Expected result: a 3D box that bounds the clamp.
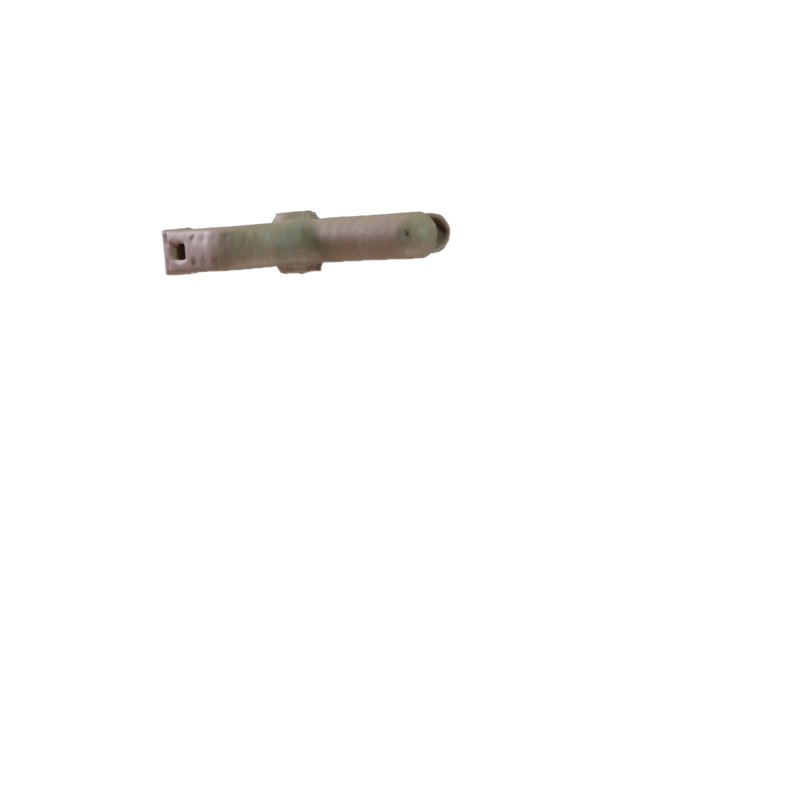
[{"bbox_3d":[-0.051,-0.093,0.650,0.175,0.039,0.117,1,3,18],"label":"clamp"}]
